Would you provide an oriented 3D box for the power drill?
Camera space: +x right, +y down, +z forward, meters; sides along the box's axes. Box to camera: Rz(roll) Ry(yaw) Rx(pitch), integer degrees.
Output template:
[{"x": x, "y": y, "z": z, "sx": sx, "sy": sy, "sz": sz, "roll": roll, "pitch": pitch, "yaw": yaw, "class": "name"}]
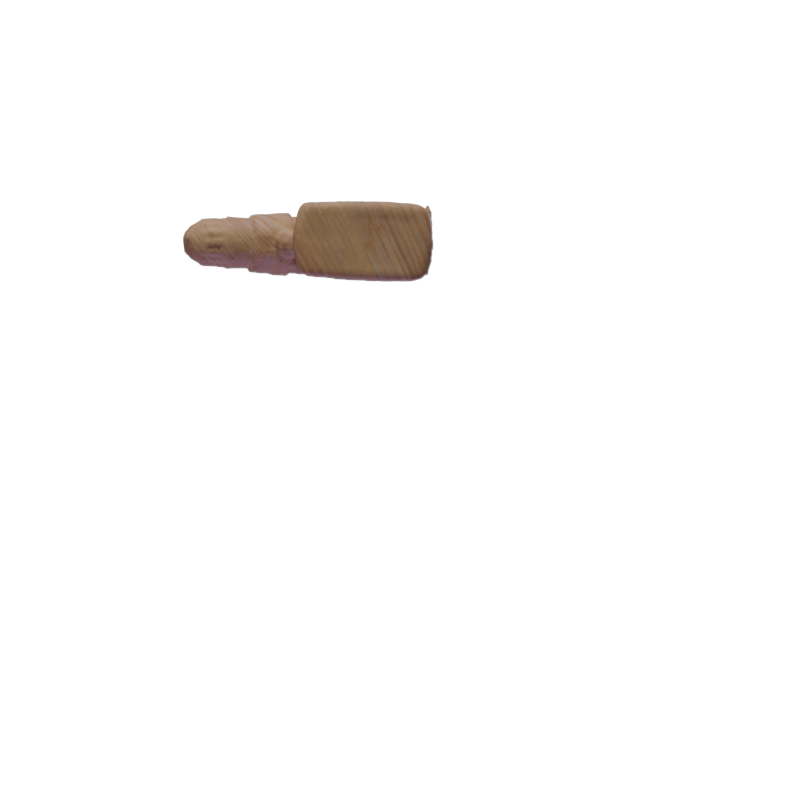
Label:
[{"x": -0.068, "y": -0.123, "z": 0.864, "sx": 0.181, "sy": 0.057, "sz": 0.193, "roll": -2, "pitch": 8, "yaw": -16, "class": "power drill"}]
